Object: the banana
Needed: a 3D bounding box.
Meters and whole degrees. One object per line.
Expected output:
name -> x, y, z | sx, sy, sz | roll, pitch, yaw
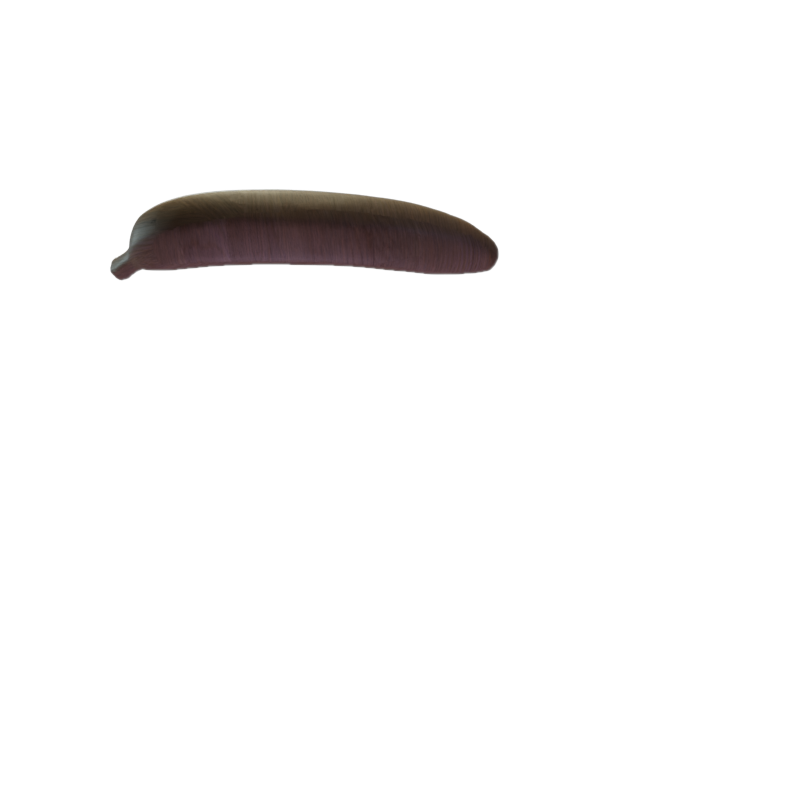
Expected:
banana -> -0.046, -0.081, 0.540 | 0.197, 0.037, 0.069 | 0, -4, -2
